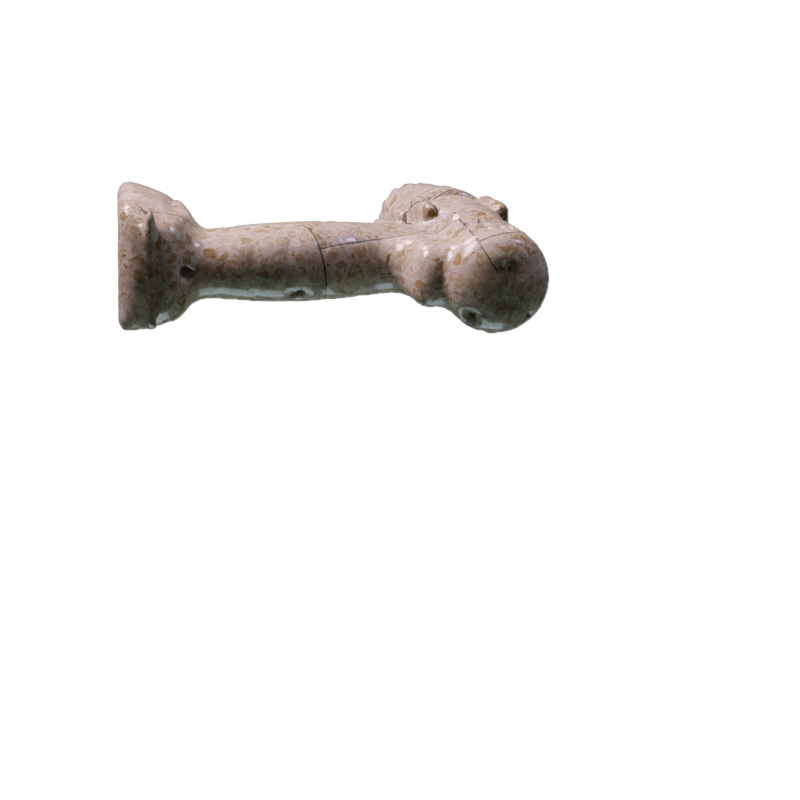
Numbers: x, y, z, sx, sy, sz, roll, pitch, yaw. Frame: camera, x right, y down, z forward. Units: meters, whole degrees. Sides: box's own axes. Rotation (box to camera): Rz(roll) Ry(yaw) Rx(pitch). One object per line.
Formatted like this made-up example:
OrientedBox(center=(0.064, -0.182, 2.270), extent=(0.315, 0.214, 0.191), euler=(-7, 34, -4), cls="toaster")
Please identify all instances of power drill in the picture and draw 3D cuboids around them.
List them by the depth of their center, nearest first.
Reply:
OrientedBox(center=(-0.042, -0.076, 0.534), extent=(0.185, 0.056, 0.193), euler=(-3, 17, -10), cls="power drill")
